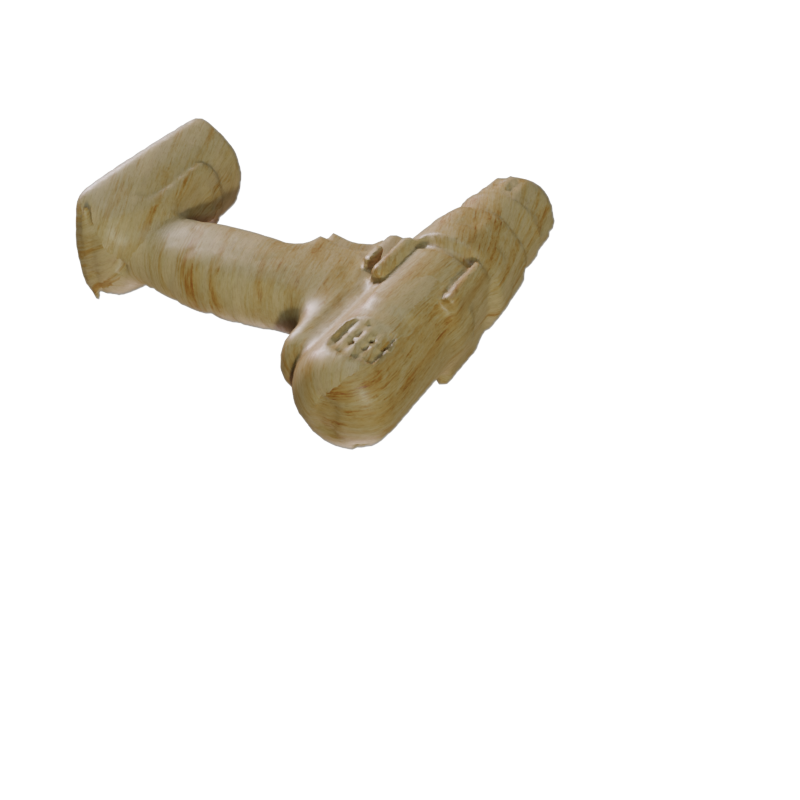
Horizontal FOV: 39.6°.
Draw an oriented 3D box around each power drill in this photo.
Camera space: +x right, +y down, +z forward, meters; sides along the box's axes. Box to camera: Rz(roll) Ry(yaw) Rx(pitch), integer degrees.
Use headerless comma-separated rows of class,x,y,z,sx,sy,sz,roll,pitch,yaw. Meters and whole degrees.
power drill,-0.040,-0.074,0.516,0.197,0.054,0.188,21,43,24
